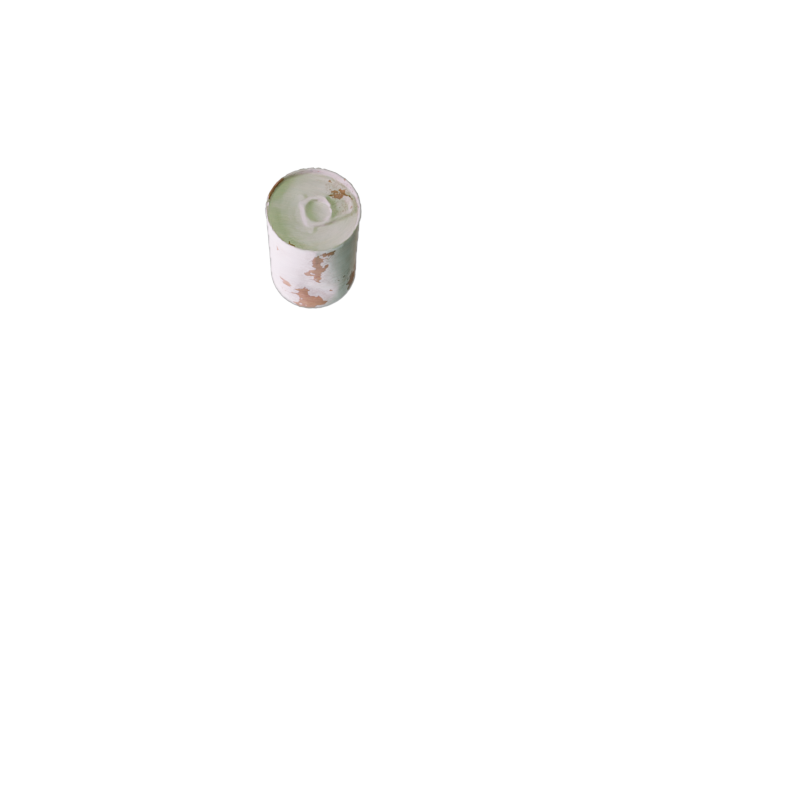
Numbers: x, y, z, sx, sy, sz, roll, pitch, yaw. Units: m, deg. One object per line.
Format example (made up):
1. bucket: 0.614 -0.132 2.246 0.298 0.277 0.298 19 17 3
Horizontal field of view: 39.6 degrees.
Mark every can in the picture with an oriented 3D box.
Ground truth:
1. can: -0.065 -0.118 0.824 0.068 0.072 0.097 0 -22 -3
